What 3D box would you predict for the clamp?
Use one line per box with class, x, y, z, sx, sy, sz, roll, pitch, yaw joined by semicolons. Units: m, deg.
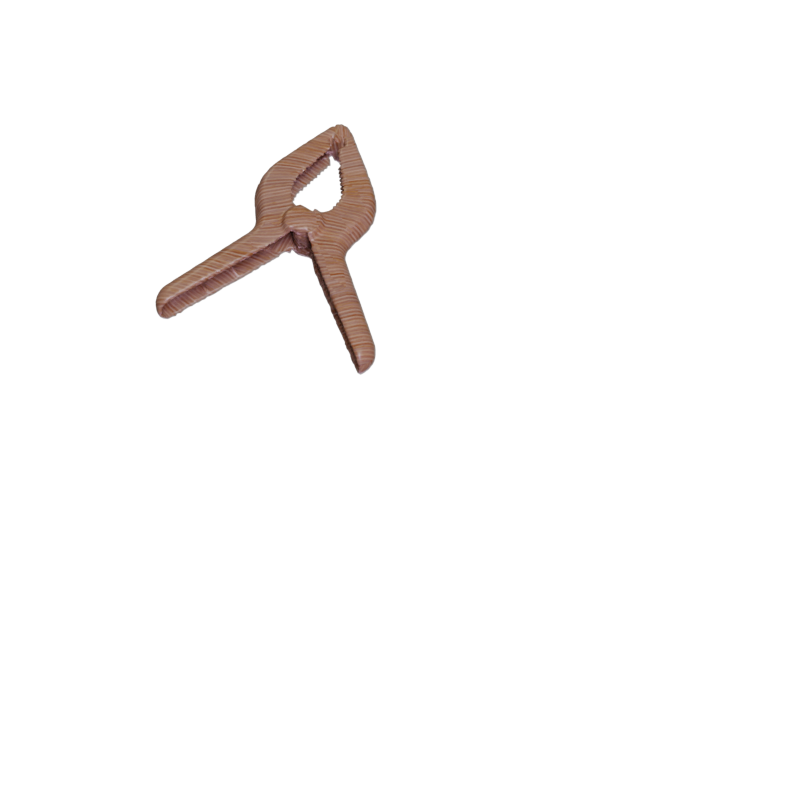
clamp;-0.066;-0.120;0.838;0.169;0.218;0.034;20;-30;12
